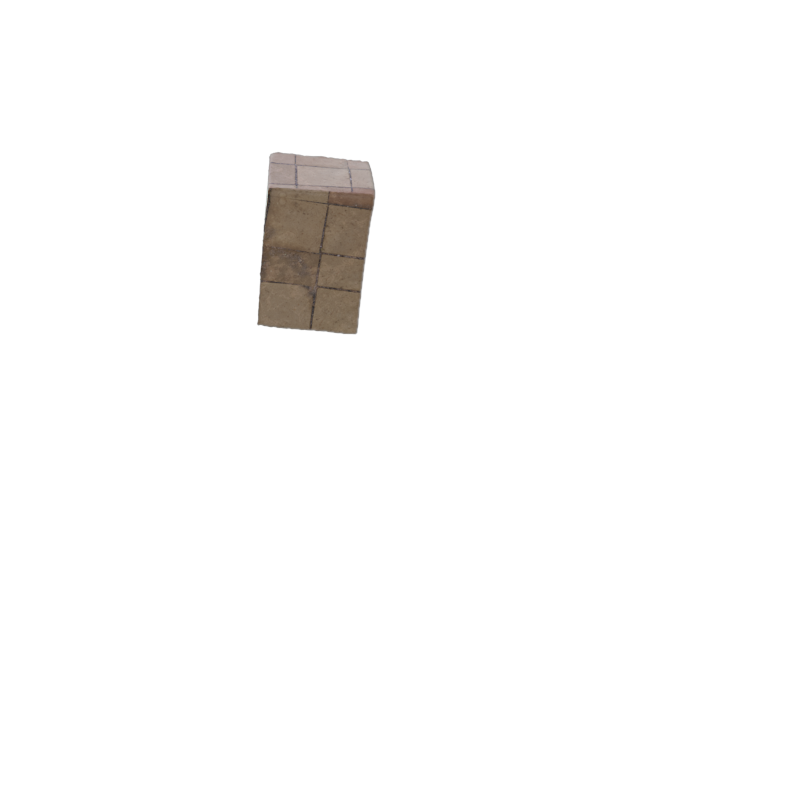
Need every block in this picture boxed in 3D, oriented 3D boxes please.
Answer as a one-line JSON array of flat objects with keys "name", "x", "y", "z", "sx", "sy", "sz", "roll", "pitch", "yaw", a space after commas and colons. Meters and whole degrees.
[{"name": "block", "x": -0.044, "y": -0.080, "z": 0.560, "sx": 0.052, "sy": 0.074, "sz": 0.054, "roll": 6, "pitch": 28, "yaw": -5}]
